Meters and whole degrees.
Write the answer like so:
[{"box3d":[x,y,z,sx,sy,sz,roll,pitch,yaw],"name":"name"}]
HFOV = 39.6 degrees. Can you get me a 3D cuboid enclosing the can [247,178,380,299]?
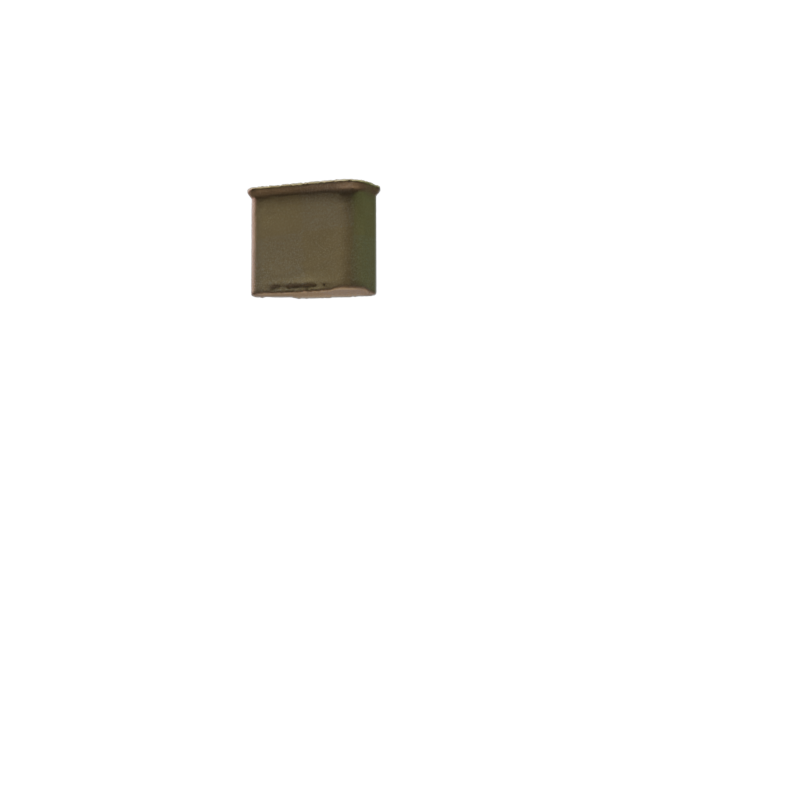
[{"box3d":[-0.067,-0.122,0.854,0.105,0.085,0.055,-2,-5,25],"name":"can"}]
